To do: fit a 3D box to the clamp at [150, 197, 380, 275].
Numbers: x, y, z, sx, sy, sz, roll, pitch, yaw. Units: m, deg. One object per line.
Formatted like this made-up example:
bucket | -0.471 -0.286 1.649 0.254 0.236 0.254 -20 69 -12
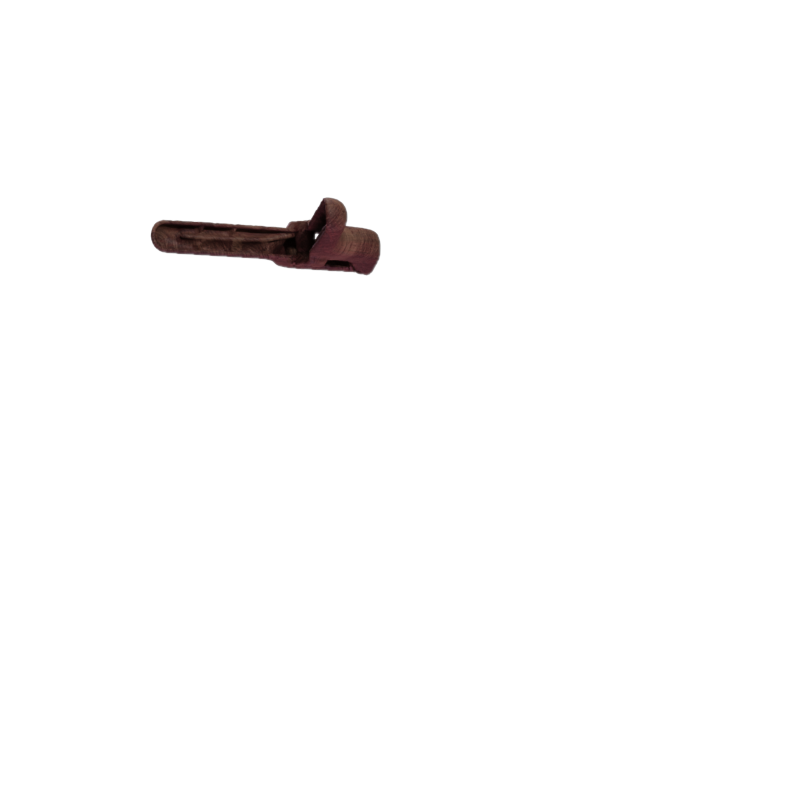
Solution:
clamp | -0.069 -0.125 0.878 0.170 0.037 0.200 -1 -2 35
